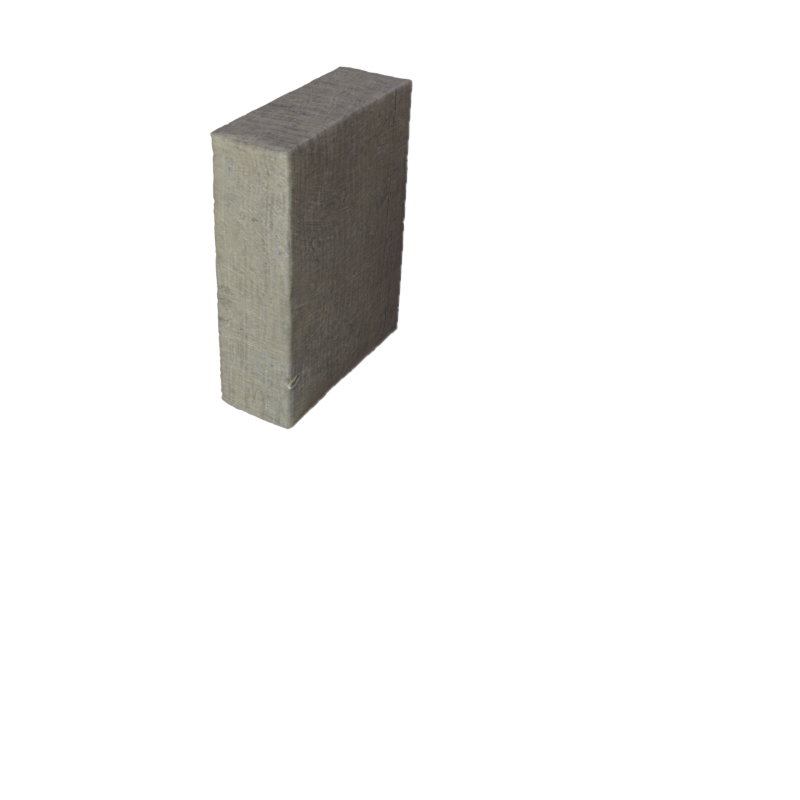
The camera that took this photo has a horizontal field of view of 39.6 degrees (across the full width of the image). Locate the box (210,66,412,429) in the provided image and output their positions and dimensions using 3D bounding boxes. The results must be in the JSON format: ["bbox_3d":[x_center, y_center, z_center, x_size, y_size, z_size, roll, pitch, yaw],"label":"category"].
[{"bbox_3d":[-0.063,-0.114,0.801,0.075,0.201,0.167,17,34,24],"label":"box"}]
